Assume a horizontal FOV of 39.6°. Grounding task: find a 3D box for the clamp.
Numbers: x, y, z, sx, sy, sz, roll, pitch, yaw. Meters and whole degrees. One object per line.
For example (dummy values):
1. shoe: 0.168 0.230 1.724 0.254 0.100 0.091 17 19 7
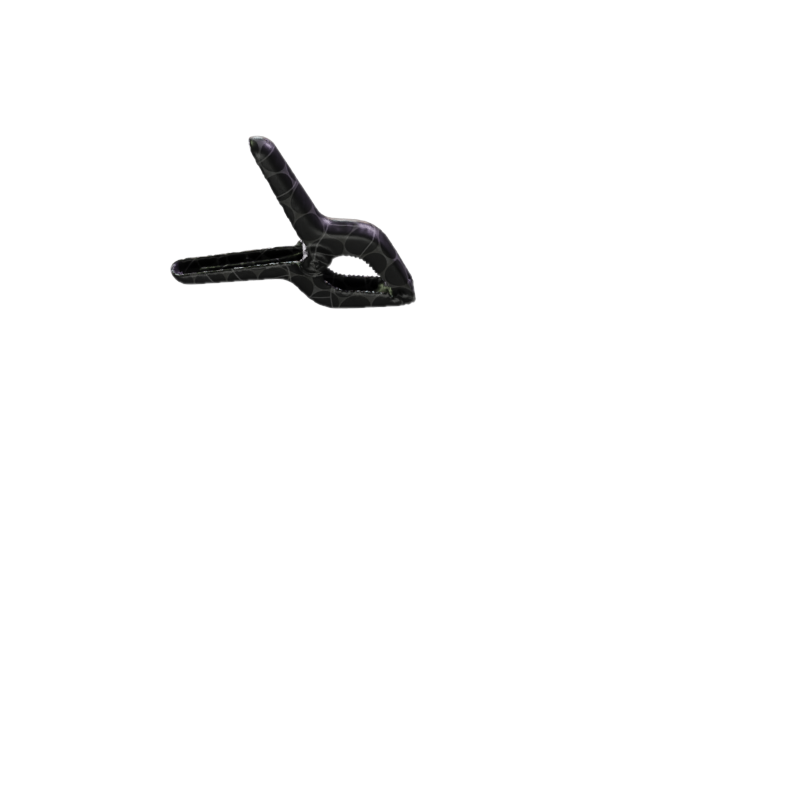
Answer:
1. clamp: -0.075 -0.136 0.952 0.204 0.039 0.158 17 -49 -15
